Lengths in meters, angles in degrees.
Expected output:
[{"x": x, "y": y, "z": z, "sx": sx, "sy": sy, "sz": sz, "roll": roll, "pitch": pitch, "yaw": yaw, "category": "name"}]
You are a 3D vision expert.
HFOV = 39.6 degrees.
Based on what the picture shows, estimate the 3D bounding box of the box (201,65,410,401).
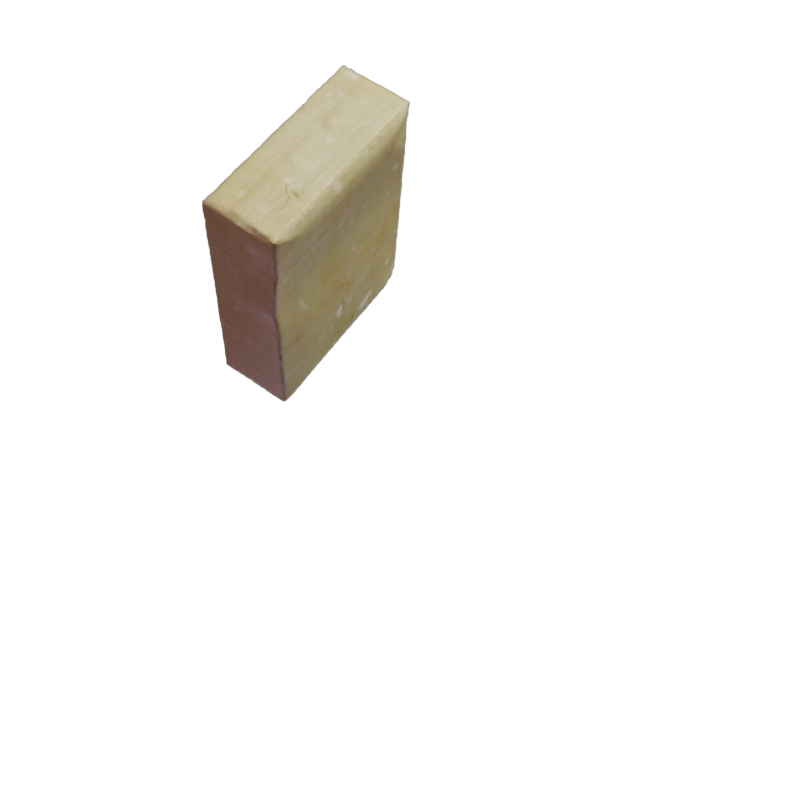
[{"x": -0.066, "y": -0.121, "z": 0.848, "sx": 0.075, "sy": 0.168, "sz": 0.200, "roll": 31, "pitch": -28, "yaw": 14, "category": "box"}]
